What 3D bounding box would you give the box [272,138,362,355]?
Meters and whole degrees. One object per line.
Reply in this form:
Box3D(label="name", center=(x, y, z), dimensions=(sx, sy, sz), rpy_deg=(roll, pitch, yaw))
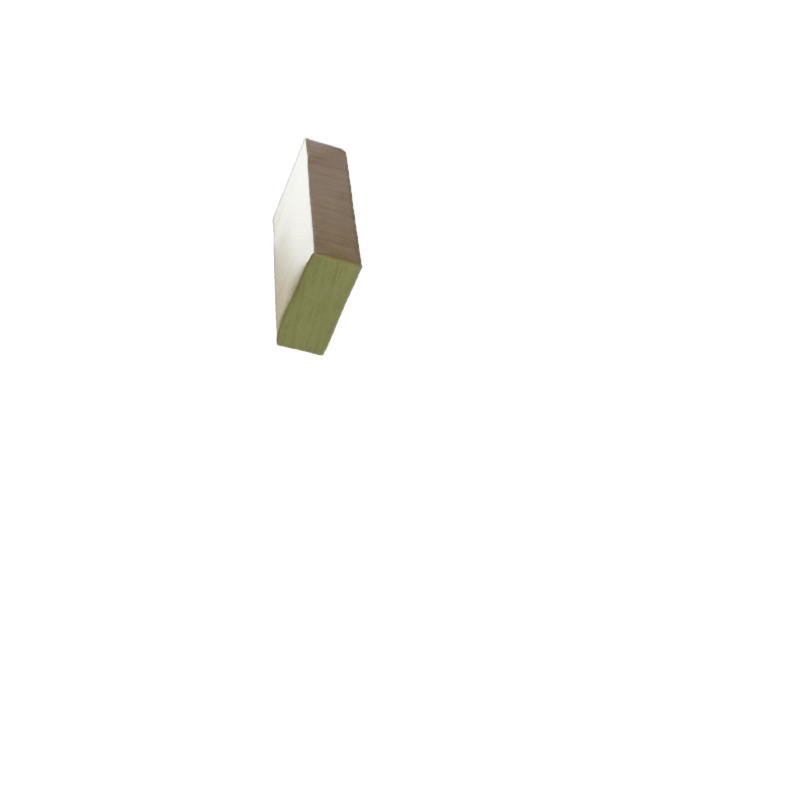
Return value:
Box3D(label="box", center=(-0.070, -0.129, 0.900), dimensions=(0.047, 0.089, 0.189), rpy_deg=(16, 36, -16))
